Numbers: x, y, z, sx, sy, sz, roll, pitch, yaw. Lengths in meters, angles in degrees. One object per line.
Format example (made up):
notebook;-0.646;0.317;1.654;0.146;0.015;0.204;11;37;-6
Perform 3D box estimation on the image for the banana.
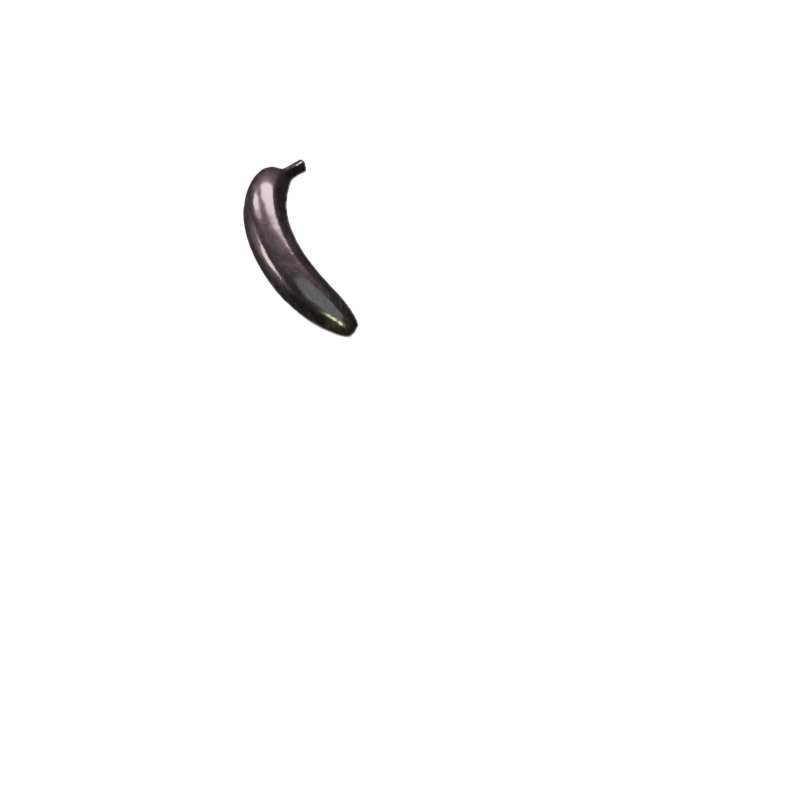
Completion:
banana;-0.091;-0.132;0.927;0.069;0.213;0.034;-12;-35;-9
